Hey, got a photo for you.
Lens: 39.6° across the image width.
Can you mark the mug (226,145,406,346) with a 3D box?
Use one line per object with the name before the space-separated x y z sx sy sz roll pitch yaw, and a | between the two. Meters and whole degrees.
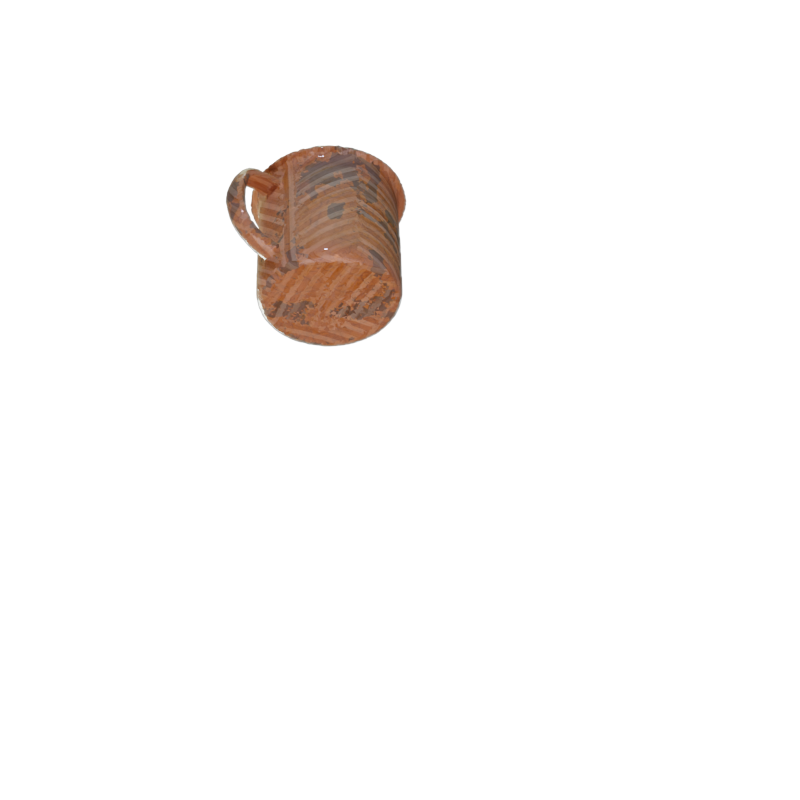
mug | -0.050 -0.090 0.634 0.110 0.087 0.092 31 -50 -32
